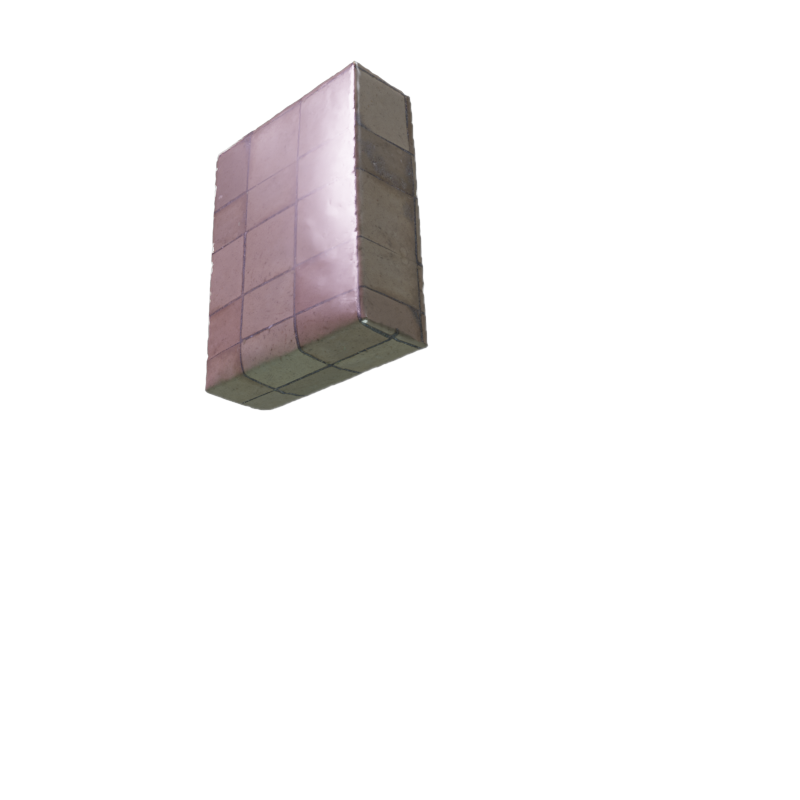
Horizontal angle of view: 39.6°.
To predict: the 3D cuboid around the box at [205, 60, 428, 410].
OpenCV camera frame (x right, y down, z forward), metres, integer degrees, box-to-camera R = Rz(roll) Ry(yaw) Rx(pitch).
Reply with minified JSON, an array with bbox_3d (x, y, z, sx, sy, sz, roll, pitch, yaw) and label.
[{"bbox_3d":[-0.064,-0.117,0.821,0.165,0.227,0.067,-25,-36,37],"label":"box"}]
